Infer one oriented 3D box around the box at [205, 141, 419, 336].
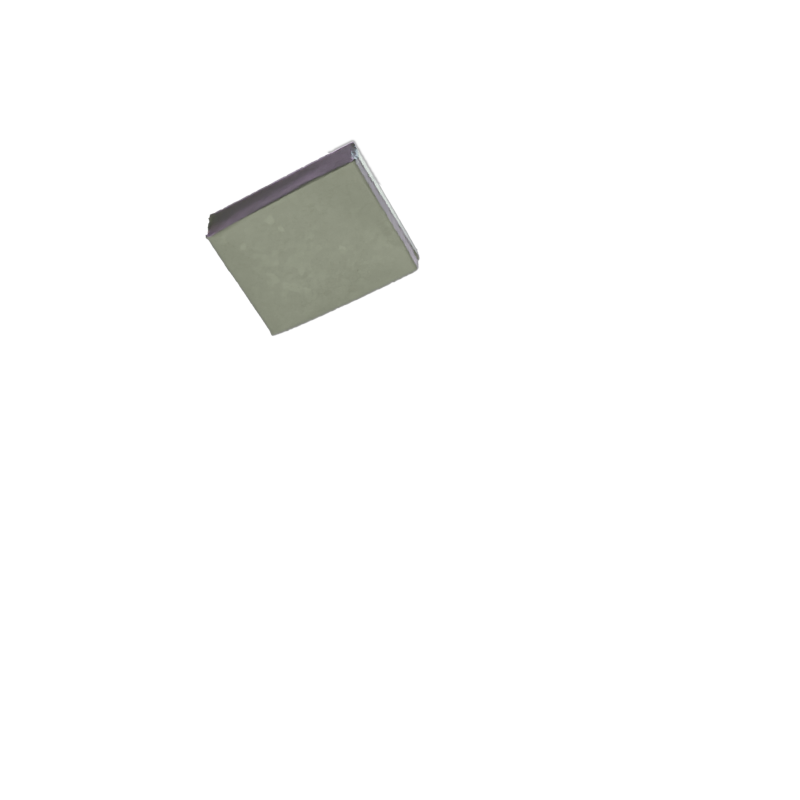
[{"bbox_3d":[-0.057,-0.104,0.727,0.114,0.085,0.041,-25,25,12],"label":"box"}]
